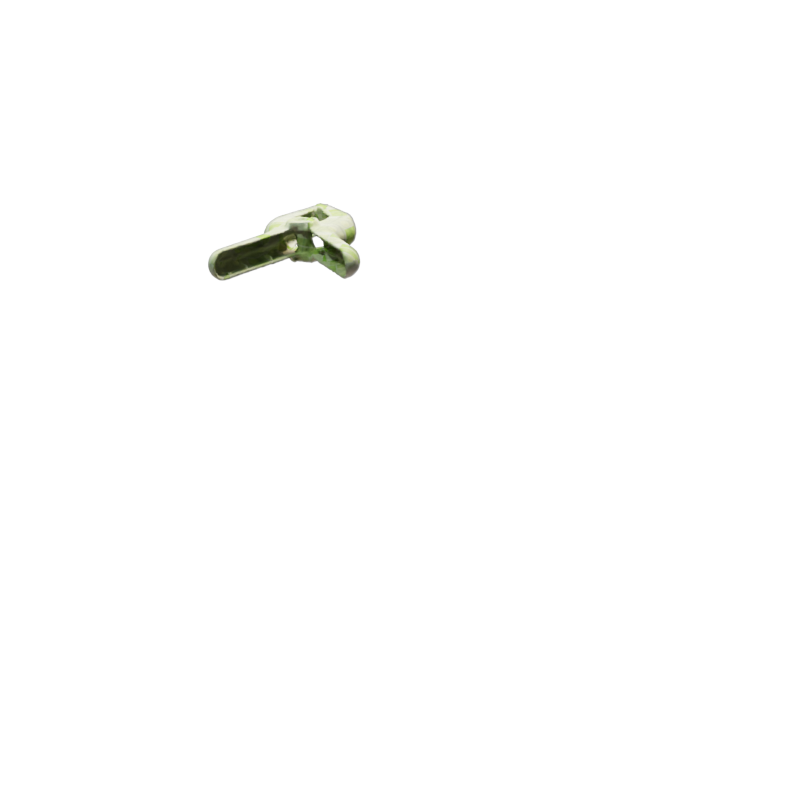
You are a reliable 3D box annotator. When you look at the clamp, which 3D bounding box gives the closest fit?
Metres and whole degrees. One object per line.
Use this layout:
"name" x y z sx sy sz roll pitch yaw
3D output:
"clamp" -0.072 -0.132 0.923 0.124 0.037 0.175 8 26 17
